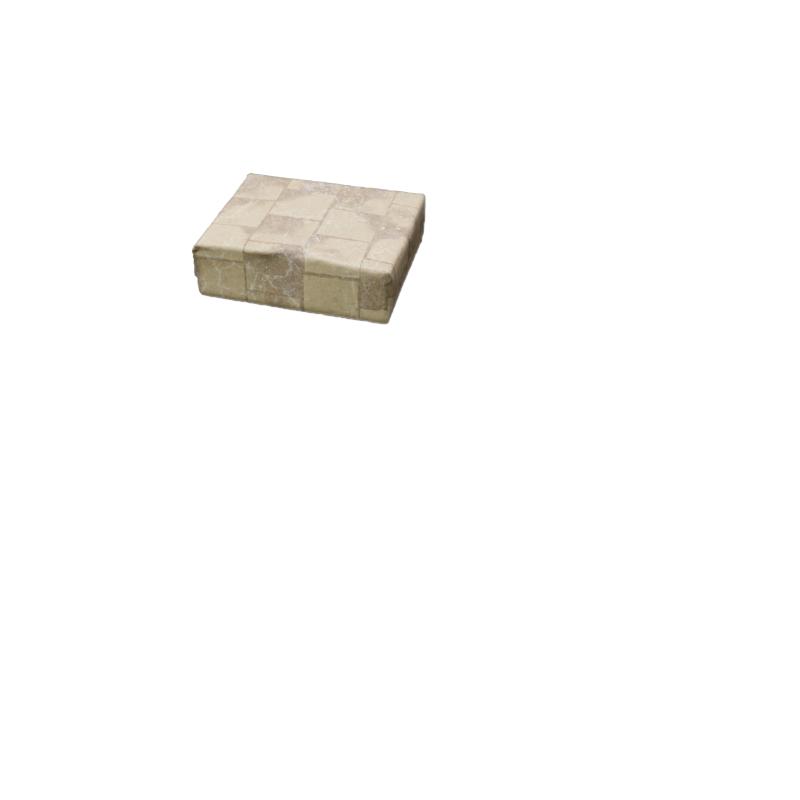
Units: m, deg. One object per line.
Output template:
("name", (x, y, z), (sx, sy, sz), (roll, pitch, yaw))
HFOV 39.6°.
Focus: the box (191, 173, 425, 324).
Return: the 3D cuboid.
("box", (-0.039, -0.071, 0.500), (0.091, 0.028, 0.076), (9, 36, 12))
